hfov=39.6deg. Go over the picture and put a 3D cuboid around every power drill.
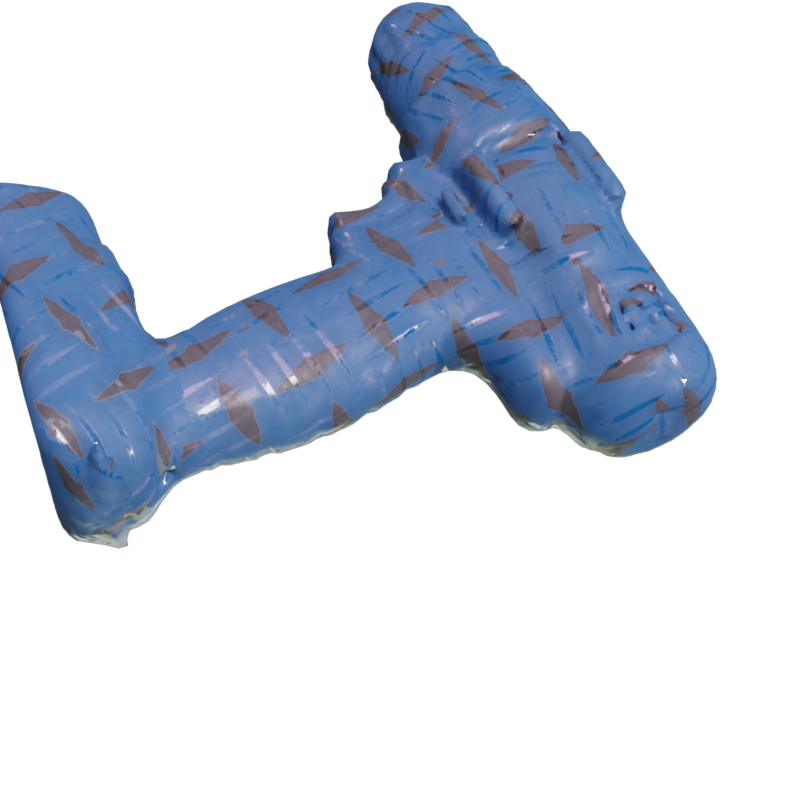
[{"bbox_3d":[-0.026,-0.048,0.337,0.186,0.199,0.053,-17,-37,-13],"label":"power drill"}]
